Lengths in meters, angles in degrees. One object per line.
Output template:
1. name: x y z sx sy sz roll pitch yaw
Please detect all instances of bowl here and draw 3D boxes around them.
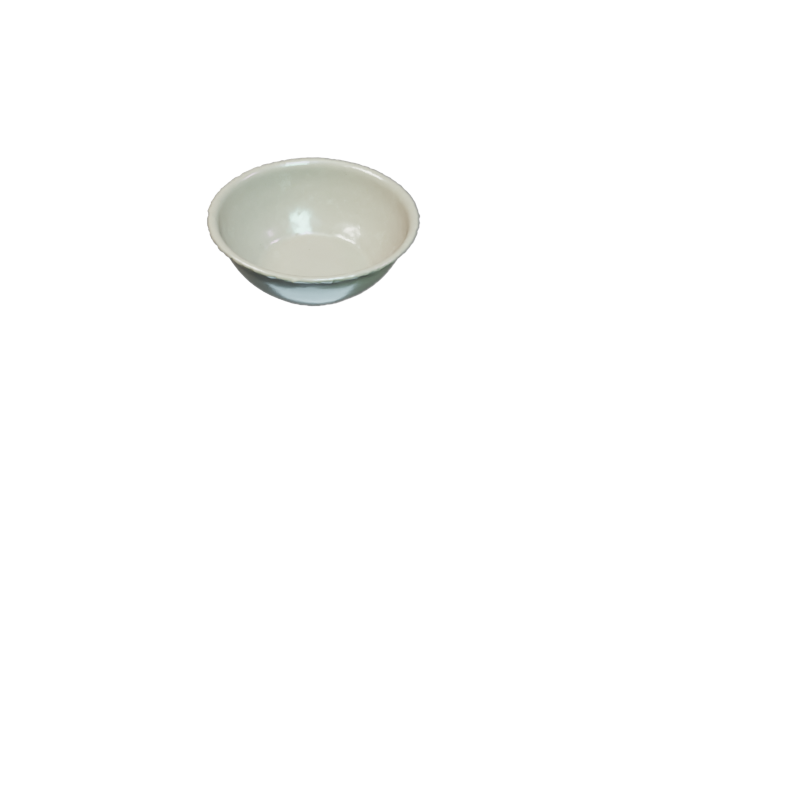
1. bowl: -0.067 -0.122 0.858 0.162 0.051 0.174 -1 42 -2
